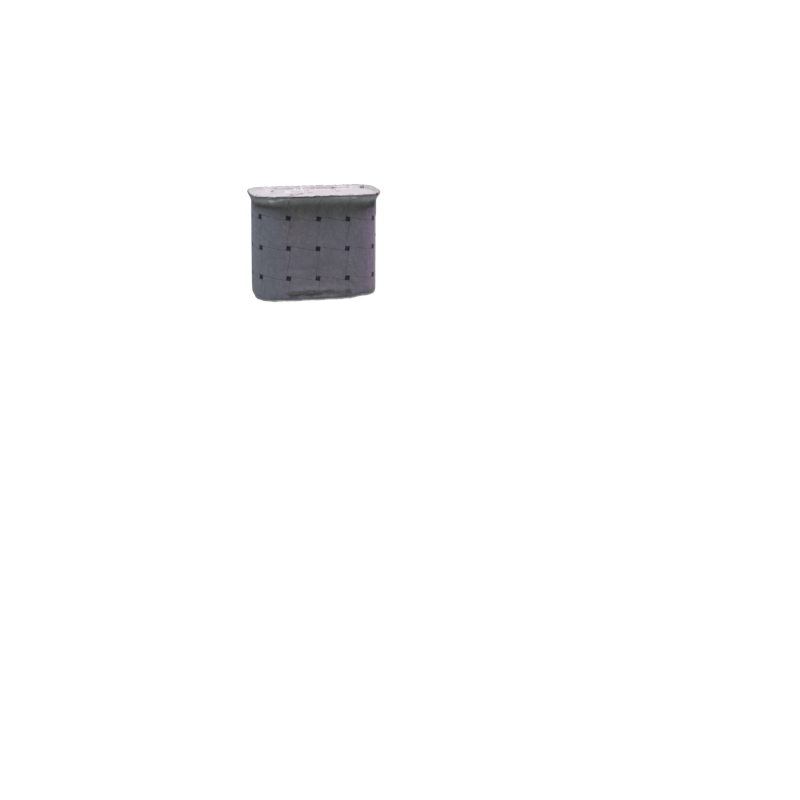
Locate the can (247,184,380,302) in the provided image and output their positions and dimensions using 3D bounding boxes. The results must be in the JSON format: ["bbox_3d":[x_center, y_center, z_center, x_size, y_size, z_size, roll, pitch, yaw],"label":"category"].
[{"bbox_3d":[-0.069,-0.125,0.874,0.100,0.082,0.060,-3,13,-12],"label":"can"}]
